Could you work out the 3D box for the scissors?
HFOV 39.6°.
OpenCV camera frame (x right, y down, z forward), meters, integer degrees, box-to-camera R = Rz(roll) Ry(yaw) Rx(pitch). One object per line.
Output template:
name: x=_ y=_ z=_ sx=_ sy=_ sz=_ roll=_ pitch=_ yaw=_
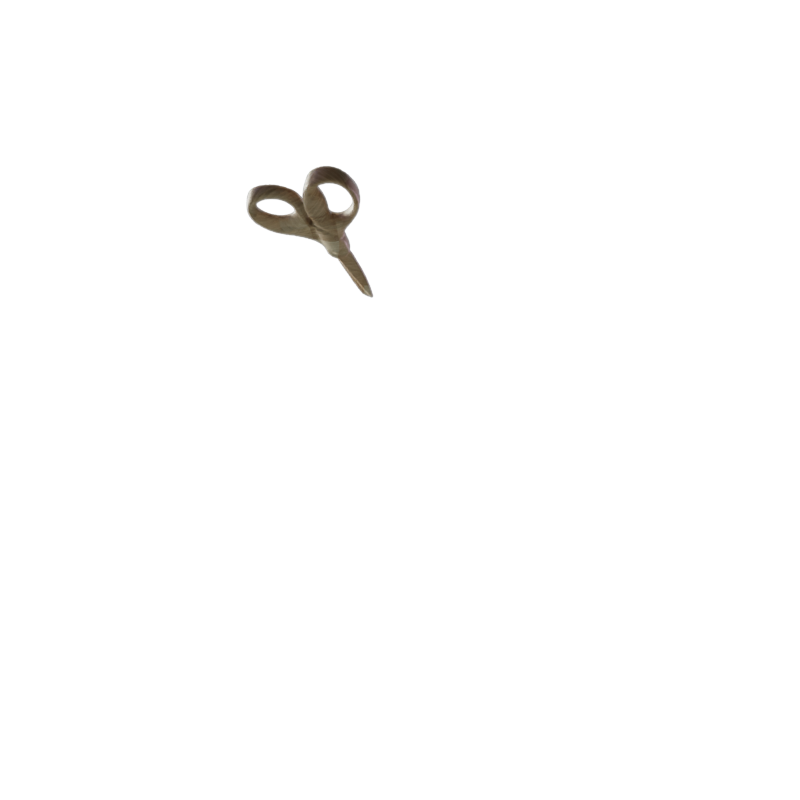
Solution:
scissors: x=-0.070 y=-0.128 z=0.899 sx=0.096 sy=0.017 sz=0.190 roll=0 pitch=-24 yaw=0
